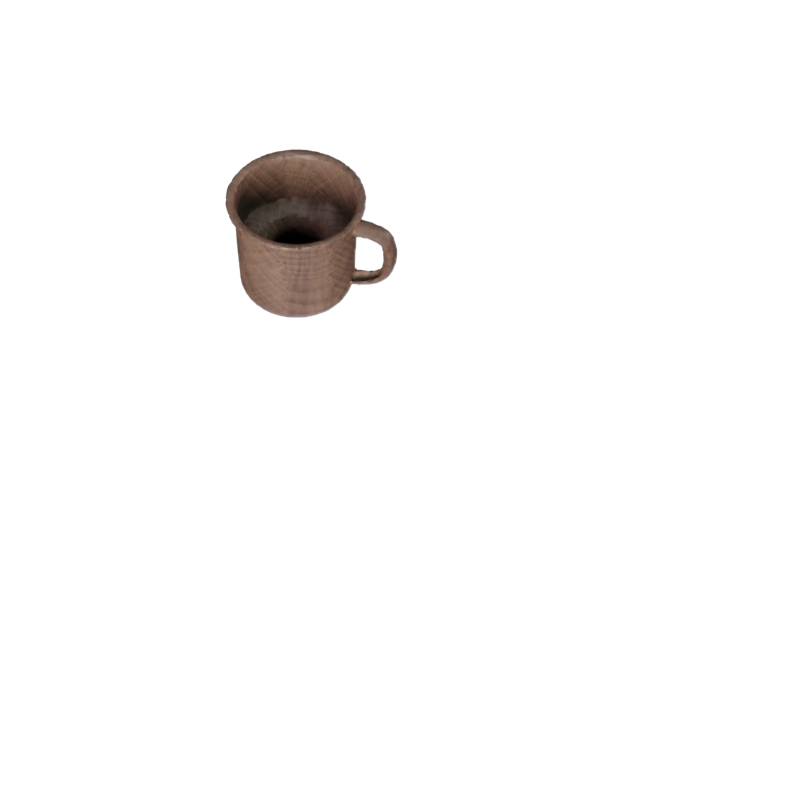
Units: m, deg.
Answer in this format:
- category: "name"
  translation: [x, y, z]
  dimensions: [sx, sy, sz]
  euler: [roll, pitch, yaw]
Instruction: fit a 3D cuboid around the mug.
- category: "mug"
  translation: [-0.059, -0.108, 0.758]
  dimensions: [0.119, 0.098, 0.076]
  euler: [12, -38, 8]
